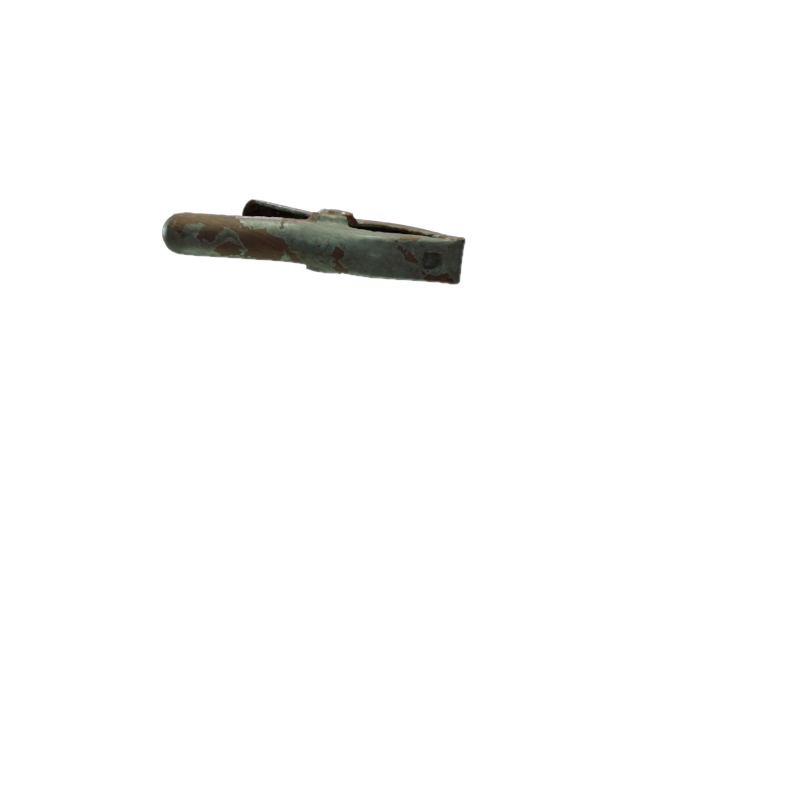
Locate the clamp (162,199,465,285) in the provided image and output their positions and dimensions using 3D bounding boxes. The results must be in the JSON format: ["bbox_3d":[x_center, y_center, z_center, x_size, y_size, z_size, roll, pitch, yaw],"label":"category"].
[{"bbox_3d":[-0.051,-0.094,0.656,0.179,0.038,0.120,11,22,28],"label":"clamp"}]
